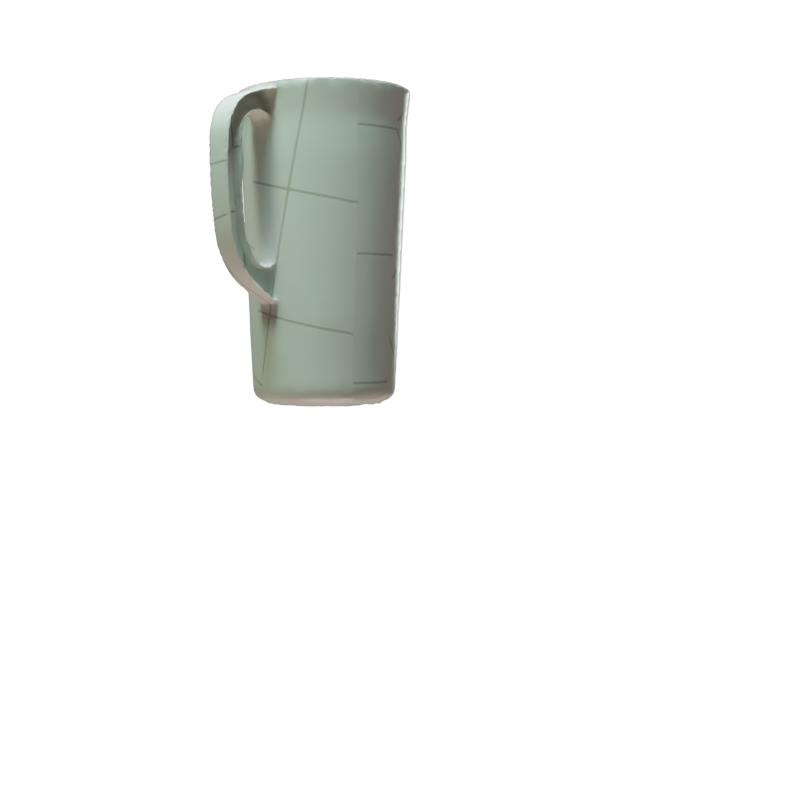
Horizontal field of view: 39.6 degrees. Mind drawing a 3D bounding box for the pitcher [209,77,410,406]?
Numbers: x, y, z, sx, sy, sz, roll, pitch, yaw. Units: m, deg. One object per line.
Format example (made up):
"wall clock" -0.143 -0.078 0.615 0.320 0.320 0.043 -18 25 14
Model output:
"pitcher" -0.066 -0.120 0.841 0.149 0.245 0.144 0 -2 -3
